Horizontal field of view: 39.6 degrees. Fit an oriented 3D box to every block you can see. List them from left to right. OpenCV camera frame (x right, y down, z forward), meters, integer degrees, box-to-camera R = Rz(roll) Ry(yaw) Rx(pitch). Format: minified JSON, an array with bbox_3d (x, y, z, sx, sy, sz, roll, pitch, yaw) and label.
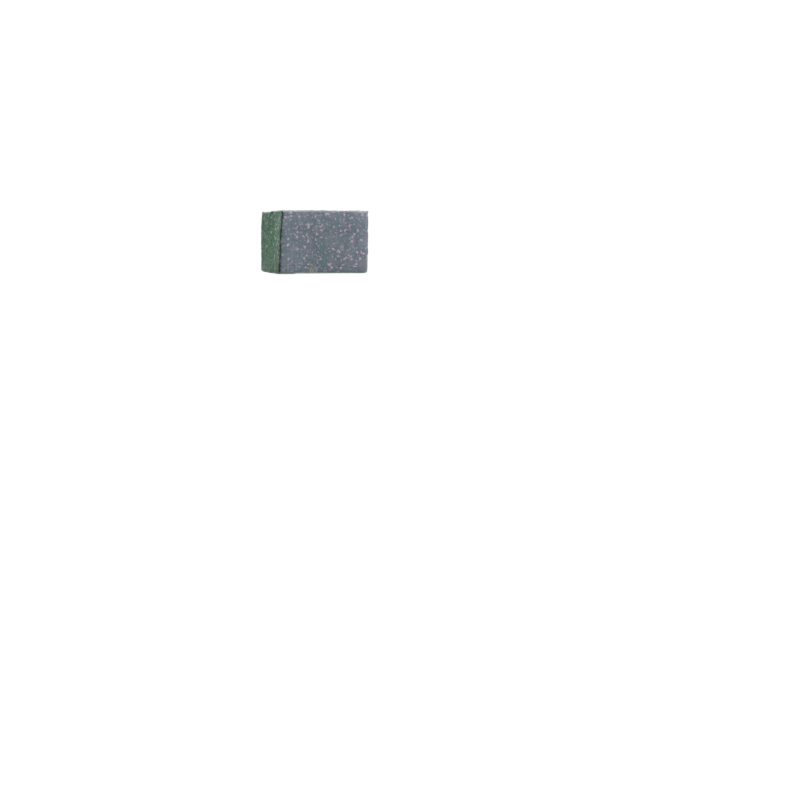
[{"bbox_3d":[-0.072,-0.131,0.914,0.076,0.051,0.055,-3,6,-23],"label":"block"}]
